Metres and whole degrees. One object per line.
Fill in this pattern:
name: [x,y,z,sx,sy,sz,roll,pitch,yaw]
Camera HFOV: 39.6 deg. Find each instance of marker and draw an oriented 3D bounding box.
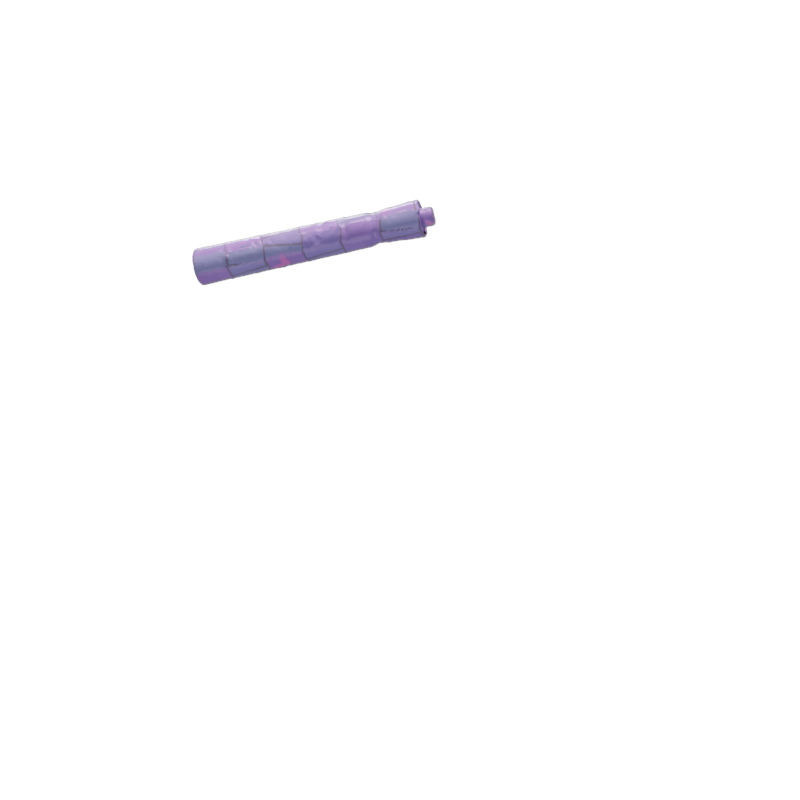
marker: [-0.043,-0.078,0.544,0.122,0.020,0.020,-11,2,12]
